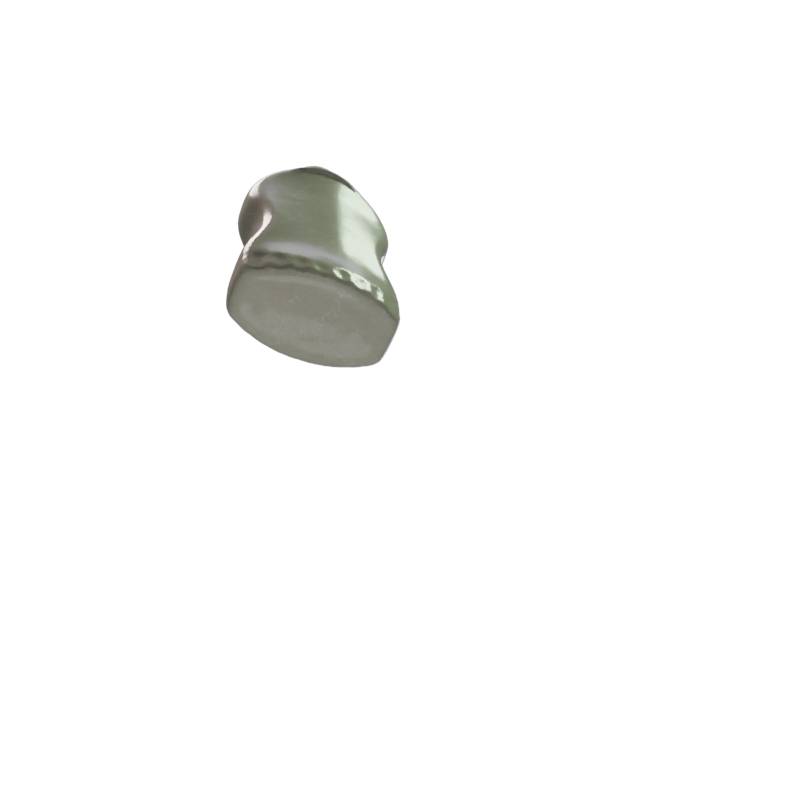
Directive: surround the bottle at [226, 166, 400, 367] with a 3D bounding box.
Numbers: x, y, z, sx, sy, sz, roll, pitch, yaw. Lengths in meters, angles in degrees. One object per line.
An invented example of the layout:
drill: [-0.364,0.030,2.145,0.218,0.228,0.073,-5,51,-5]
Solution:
bottle: [-0.054,-0.098,0.690,0.094,0.056,0.204,15,31,-13]
